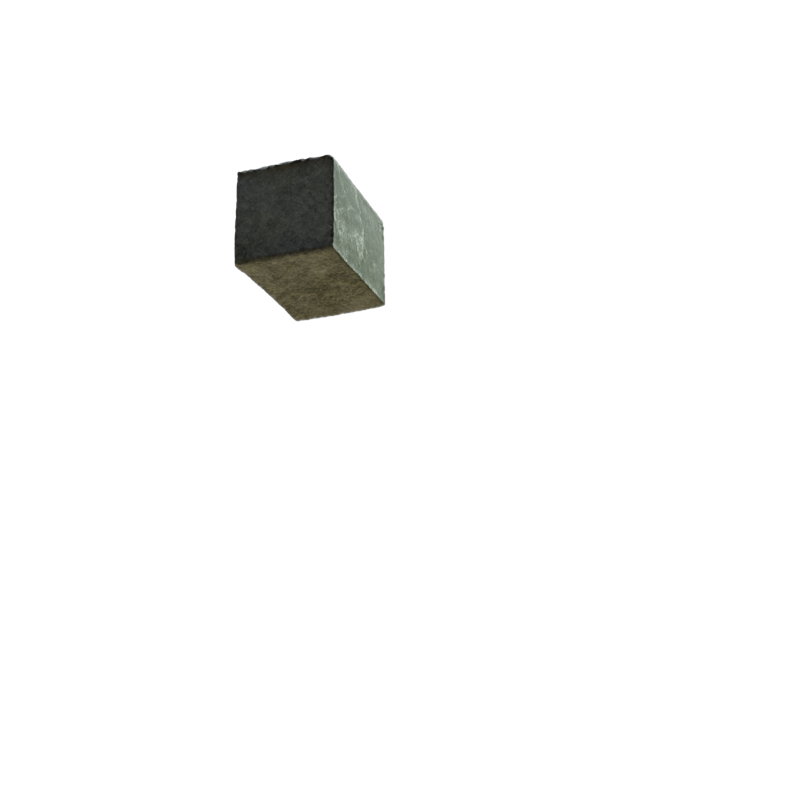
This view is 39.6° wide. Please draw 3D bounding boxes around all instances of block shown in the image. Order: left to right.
[{"bbox_3d":[-0.044,-0.080,0.559,0.054,0.054,0.073,-8,-23,17],"label":"block"}]
